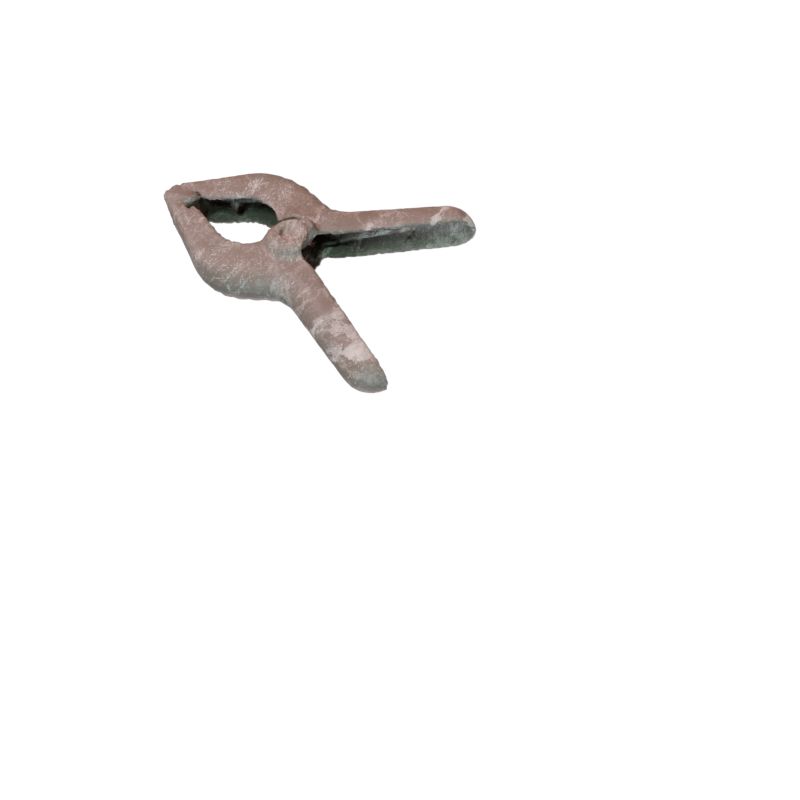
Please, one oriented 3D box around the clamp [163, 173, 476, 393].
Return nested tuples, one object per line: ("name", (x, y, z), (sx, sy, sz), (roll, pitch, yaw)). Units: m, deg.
("clamp", (-0.048, -0.087, 0.609), (0.180, 0.122, 0.037), (31, -31, 21))
